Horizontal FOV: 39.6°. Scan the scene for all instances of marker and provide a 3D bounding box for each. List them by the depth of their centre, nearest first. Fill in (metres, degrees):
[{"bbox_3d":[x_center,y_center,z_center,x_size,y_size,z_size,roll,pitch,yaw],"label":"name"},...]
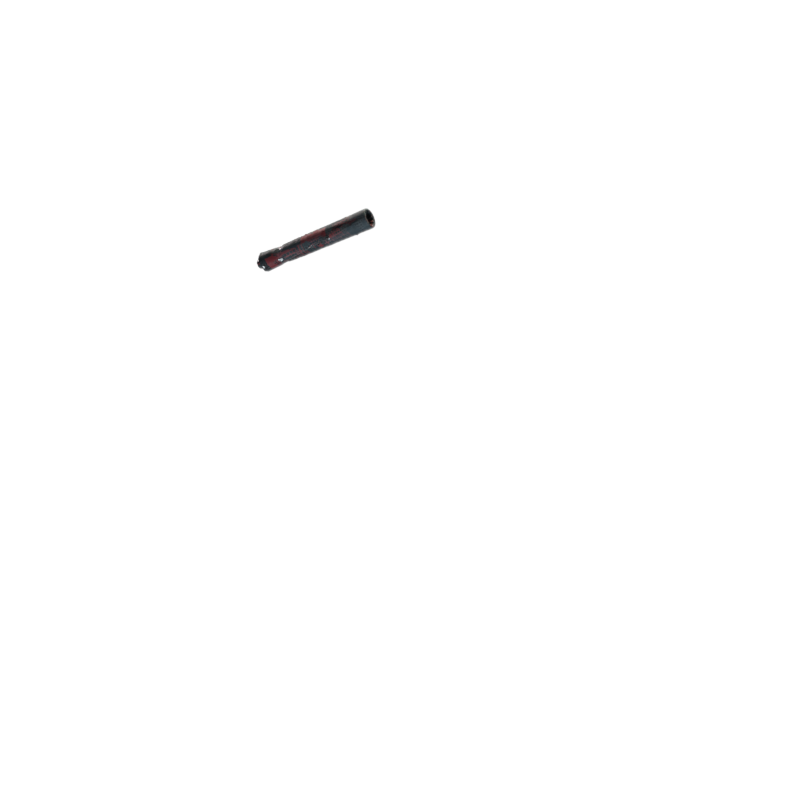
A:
[{"bbox_3d":[-0.078,-0.142,0.993,0.122,0.020,0.019,-18,-5,27],"label":"marker"}]
